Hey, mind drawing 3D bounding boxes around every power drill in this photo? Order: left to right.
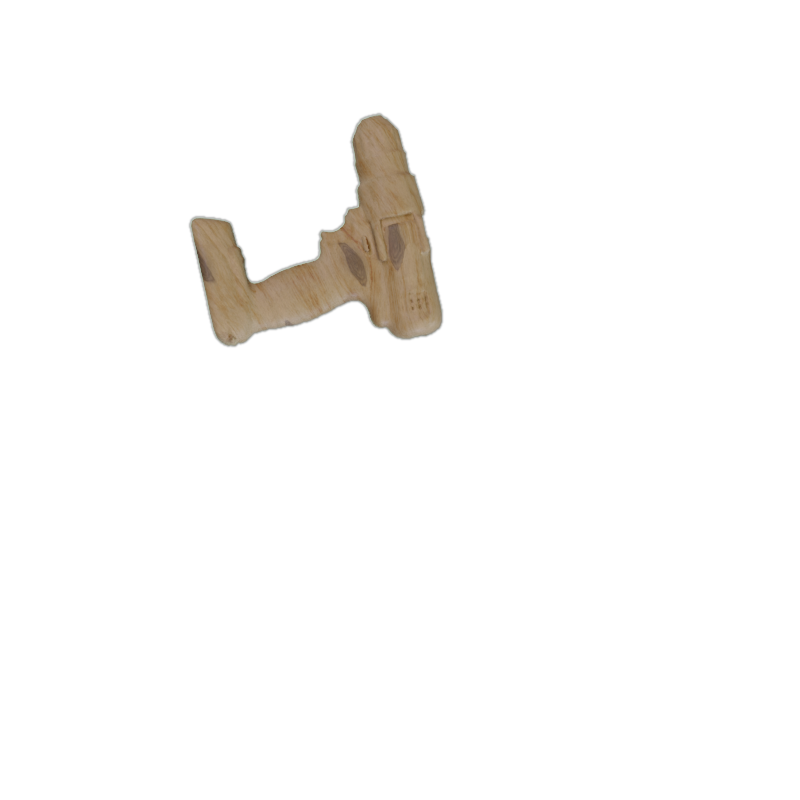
[{"bbox_3d":[-0.070,-0.127,0.892,0.187,0.189,0.056,-12,-10,-2],"label":"power drill"}]
